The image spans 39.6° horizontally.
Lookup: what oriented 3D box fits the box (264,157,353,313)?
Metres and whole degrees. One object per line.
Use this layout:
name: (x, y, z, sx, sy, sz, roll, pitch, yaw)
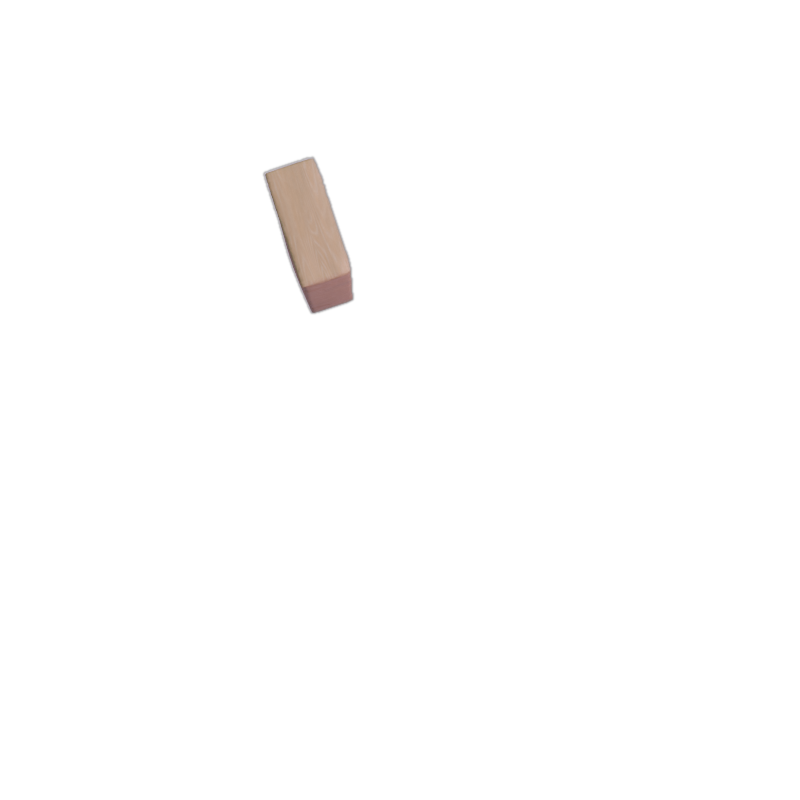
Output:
box: (-0.069, -0.127, 0.891, 0.048, 0.095, 0.174, -18, -2, -5)
